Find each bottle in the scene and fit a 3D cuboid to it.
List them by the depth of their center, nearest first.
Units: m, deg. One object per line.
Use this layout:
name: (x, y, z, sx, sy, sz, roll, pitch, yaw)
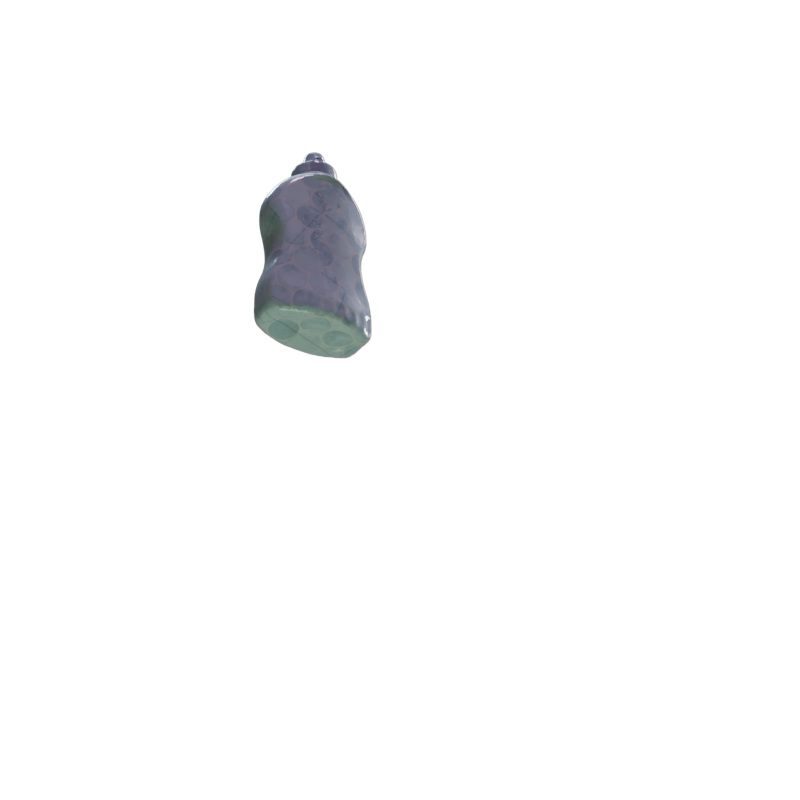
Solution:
bottle: (-0.073, -0.133, 0.930, 0.092, 0.205, 0.057, 18, -41, -26)
